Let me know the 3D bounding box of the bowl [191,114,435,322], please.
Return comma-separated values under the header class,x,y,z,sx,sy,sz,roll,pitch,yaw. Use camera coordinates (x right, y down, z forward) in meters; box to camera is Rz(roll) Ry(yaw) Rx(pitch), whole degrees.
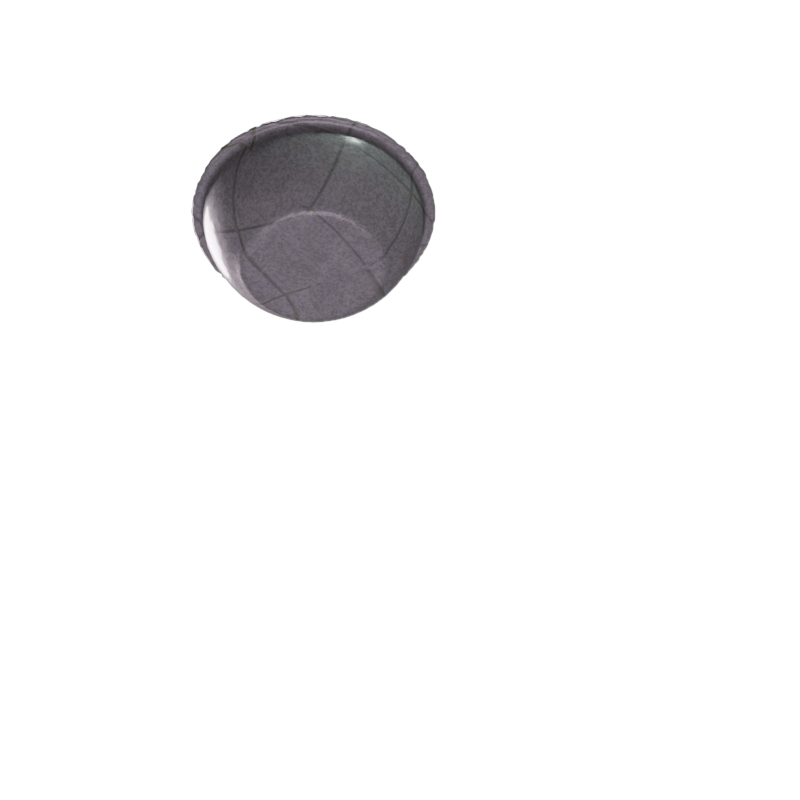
class,x,y,z,sx,sy,sz,roll,pitch,yaw
bowl,-0.056,-0.103,0.718,0.162,0.151,0.059,1,42,-1
